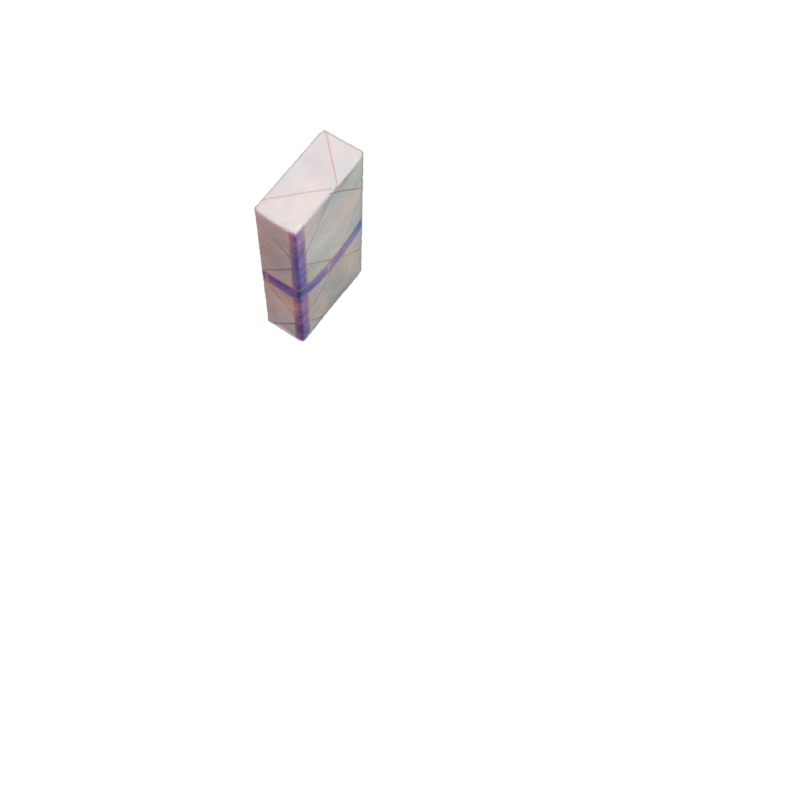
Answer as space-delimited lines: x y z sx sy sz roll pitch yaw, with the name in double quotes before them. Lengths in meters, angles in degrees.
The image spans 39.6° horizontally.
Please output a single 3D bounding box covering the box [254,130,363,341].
"box" -0.071 -0.129 0.903 0.050 0.096 0.167 32 -23 10
